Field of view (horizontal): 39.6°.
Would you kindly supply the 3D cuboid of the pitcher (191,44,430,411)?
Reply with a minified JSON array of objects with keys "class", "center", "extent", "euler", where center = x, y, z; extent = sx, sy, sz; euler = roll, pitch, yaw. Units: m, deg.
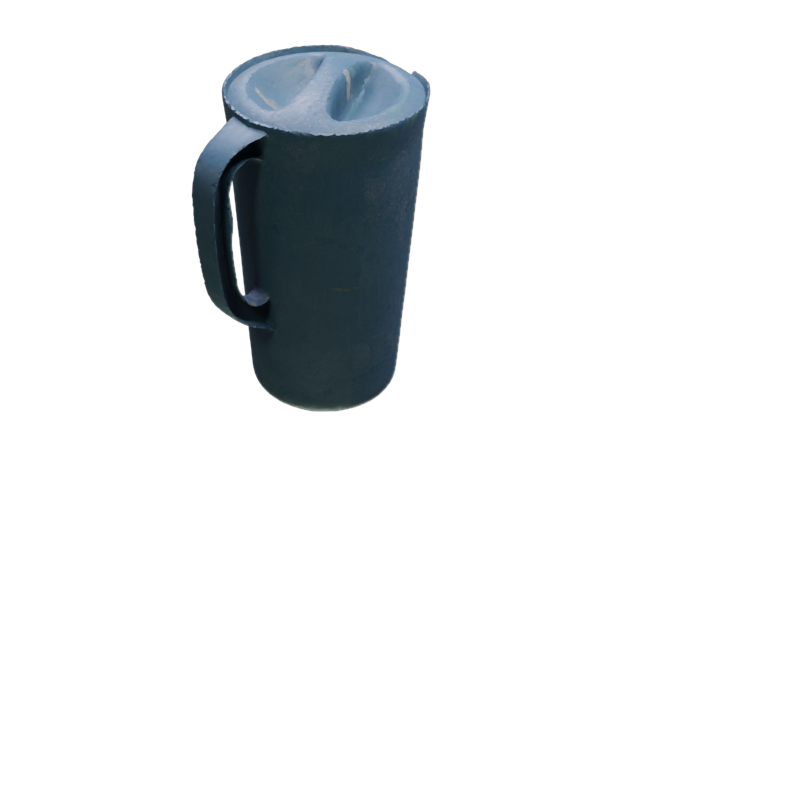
[{"class":"pitcher","center":[-0.060,-0.109,0.765],"extent":[0.149,0.227,0.155],"euler":[0,36,-3]}]
